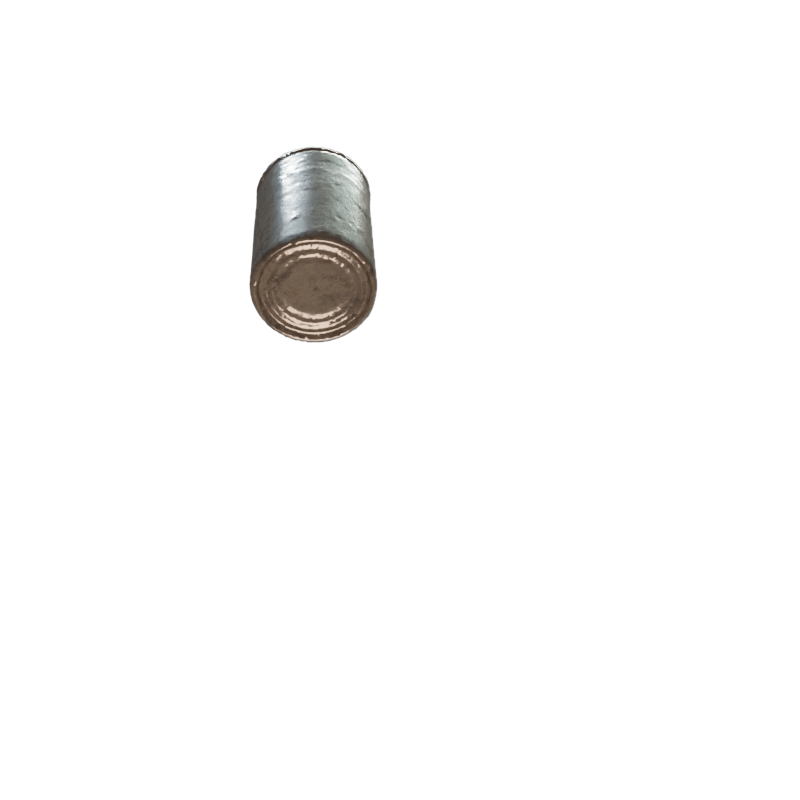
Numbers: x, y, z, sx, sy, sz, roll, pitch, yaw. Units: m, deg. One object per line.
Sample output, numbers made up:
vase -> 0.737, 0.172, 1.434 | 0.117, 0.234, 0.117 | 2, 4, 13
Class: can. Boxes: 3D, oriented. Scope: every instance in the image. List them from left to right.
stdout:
can -> -0.048, -0.088, 0.615 | 0.068, 0.064, 0.109 | -1, 36, -3
